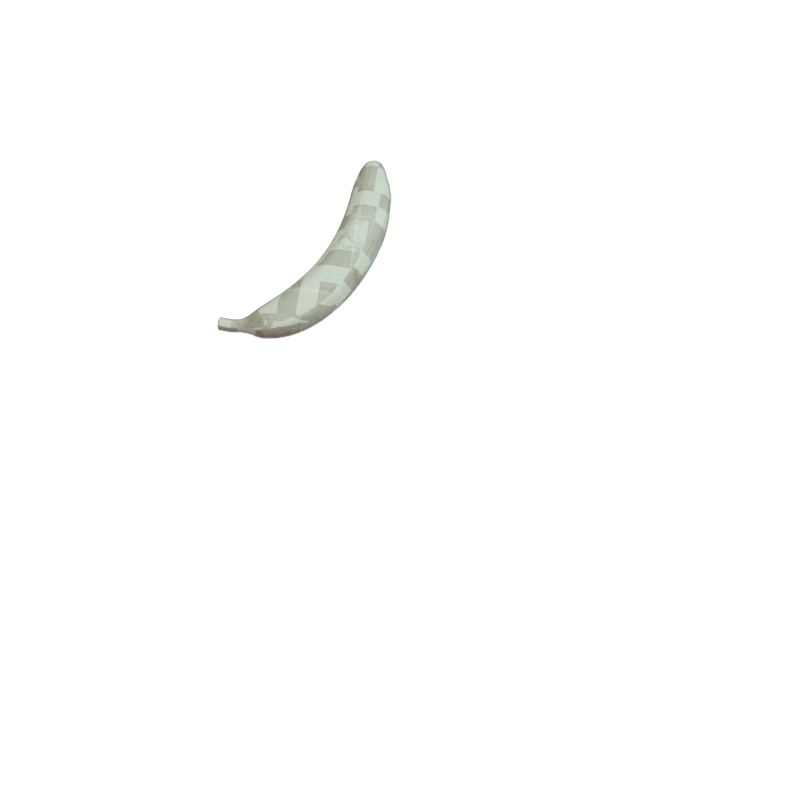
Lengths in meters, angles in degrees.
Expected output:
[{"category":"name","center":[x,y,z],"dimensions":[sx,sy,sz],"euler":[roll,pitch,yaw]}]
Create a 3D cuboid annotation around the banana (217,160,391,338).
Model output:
[{"category":"banana","center":[-0.058,-0.113,0.886],"dimensions":[0.072,0.201,0.035],"euler":[35,-22,15]}]
